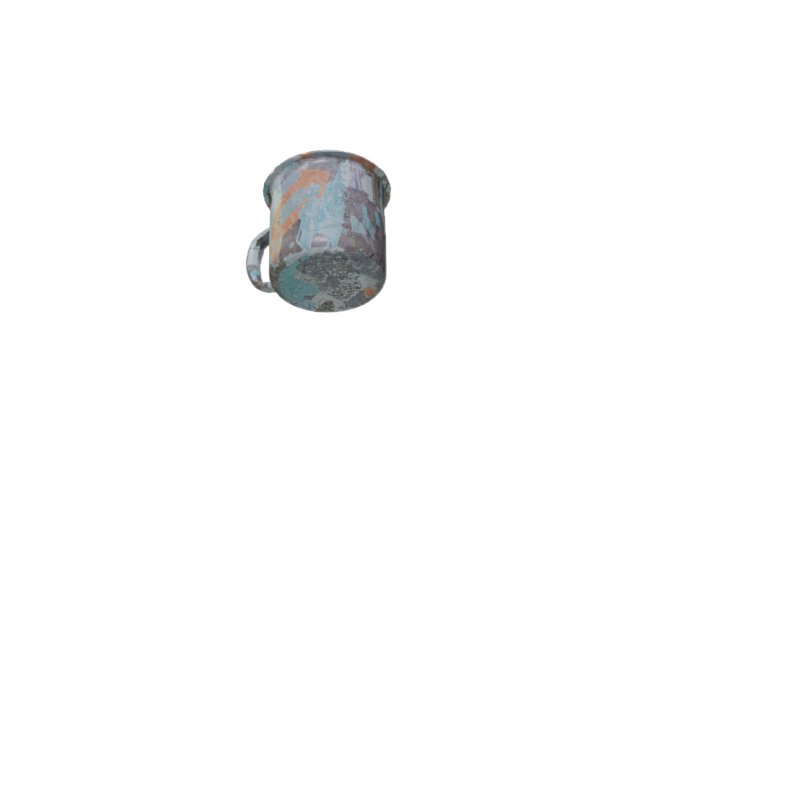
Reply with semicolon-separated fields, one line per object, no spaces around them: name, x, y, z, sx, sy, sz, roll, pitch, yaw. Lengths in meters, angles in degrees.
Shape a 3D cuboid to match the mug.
mug;-0.062;-0.112;0.786;0.118;0.087;0.086;-19;-37;26
